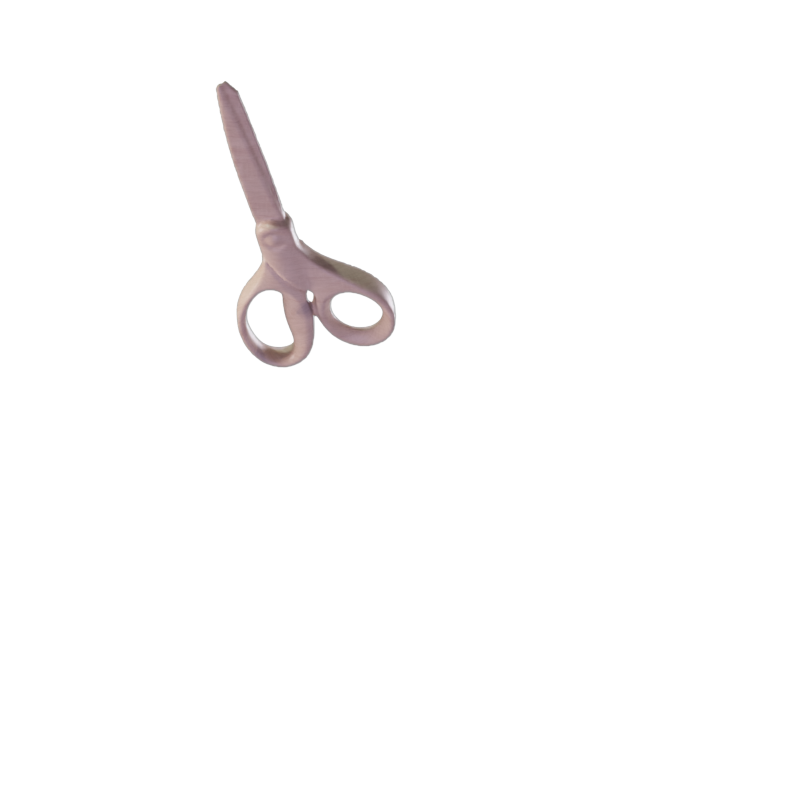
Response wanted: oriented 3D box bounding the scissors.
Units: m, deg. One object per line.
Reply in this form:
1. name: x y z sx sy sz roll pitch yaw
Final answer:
1. scissors: -0.044 -0.080 0.561 0.096 0.017 0.189 4 -37 -5
